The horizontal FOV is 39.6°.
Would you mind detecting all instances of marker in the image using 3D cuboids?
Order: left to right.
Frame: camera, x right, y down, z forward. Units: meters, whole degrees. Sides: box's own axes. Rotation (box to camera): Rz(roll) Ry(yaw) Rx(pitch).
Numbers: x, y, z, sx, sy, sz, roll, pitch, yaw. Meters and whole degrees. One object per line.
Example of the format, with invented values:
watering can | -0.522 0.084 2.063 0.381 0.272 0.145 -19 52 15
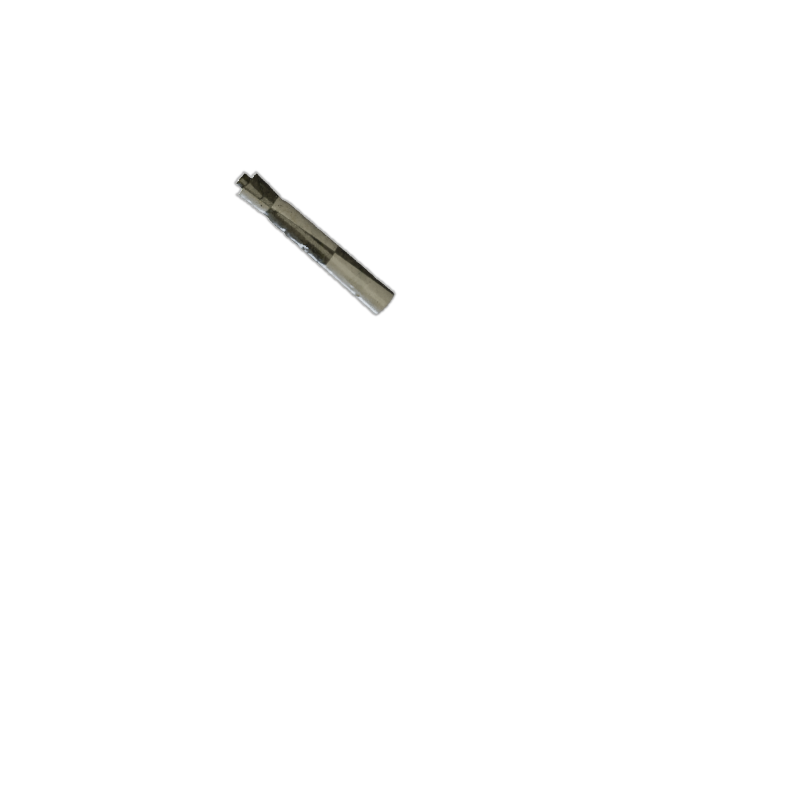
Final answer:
marker | -0.054 -0.099 0.690 0.119 0.020 0.020 41 -3 -6
